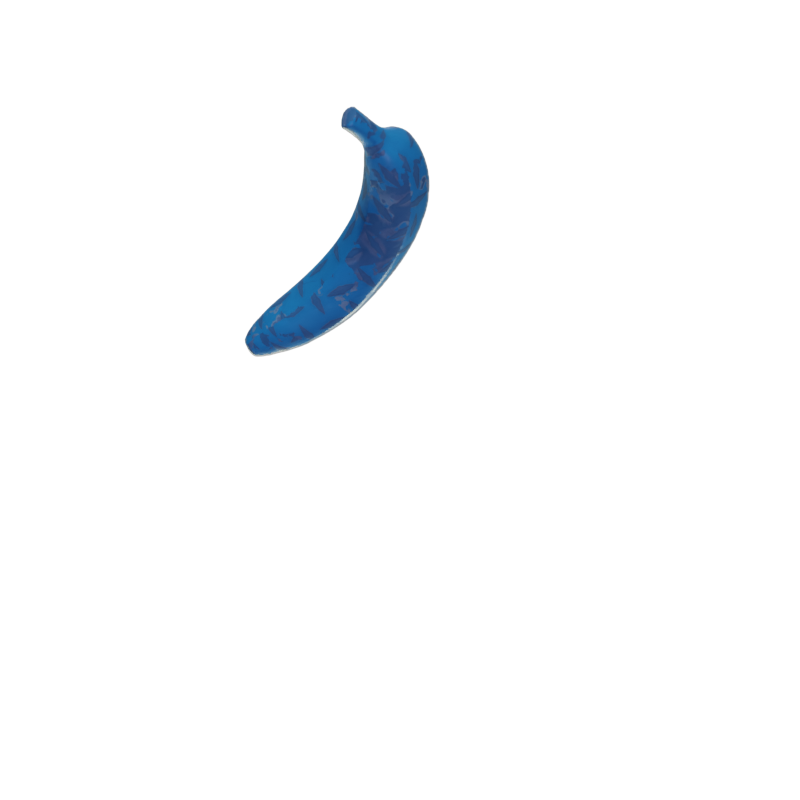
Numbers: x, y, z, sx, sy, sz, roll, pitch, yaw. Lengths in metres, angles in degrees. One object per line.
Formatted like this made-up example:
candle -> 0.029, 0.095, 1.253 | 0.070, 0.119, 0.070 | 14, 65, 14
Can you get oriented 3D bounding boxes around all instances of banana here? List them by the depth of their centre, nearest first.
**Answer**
banana -> -0.030, -0.088, 0.626 | 0.068, 0.039, 0.189 | 14, -44, -16
